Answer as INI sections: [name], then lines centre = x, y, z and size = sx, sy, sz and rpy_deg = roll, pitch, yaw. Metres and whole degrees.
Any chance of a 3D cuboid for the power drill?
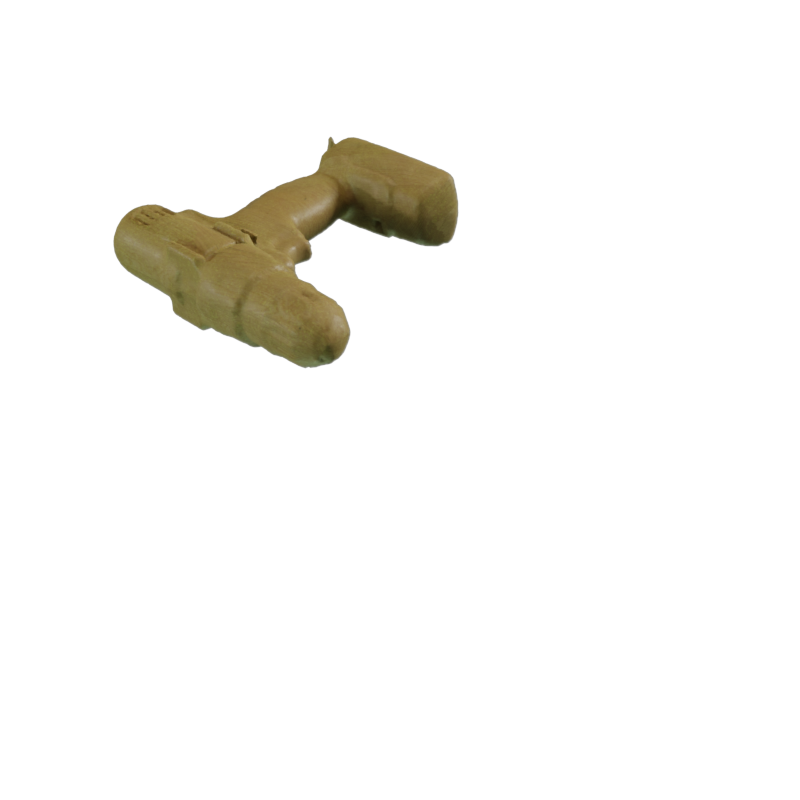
[power drill]
centre = -0.052, -0.096, 0.670
size = 0.187, 0.054, 0.197
rpy_deg = -29, 43, -36
